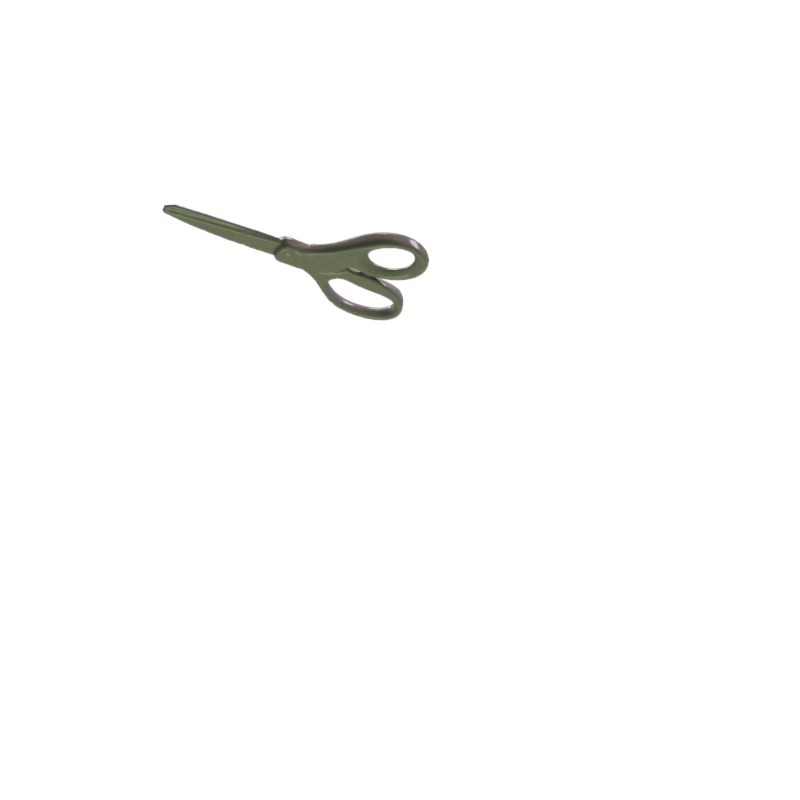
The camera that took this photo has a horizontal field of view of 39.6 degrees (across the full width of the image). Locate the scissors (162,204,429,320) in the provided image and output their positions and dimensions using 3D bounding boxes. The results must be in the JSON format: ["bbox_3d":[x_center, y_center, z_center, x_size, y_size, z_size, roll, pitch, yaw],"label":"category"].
[{"bbox_3d":[-0.063,-0.114,0.801,0.190,0.017,0.095,30,-47,-32],"label":"scissors"}]
